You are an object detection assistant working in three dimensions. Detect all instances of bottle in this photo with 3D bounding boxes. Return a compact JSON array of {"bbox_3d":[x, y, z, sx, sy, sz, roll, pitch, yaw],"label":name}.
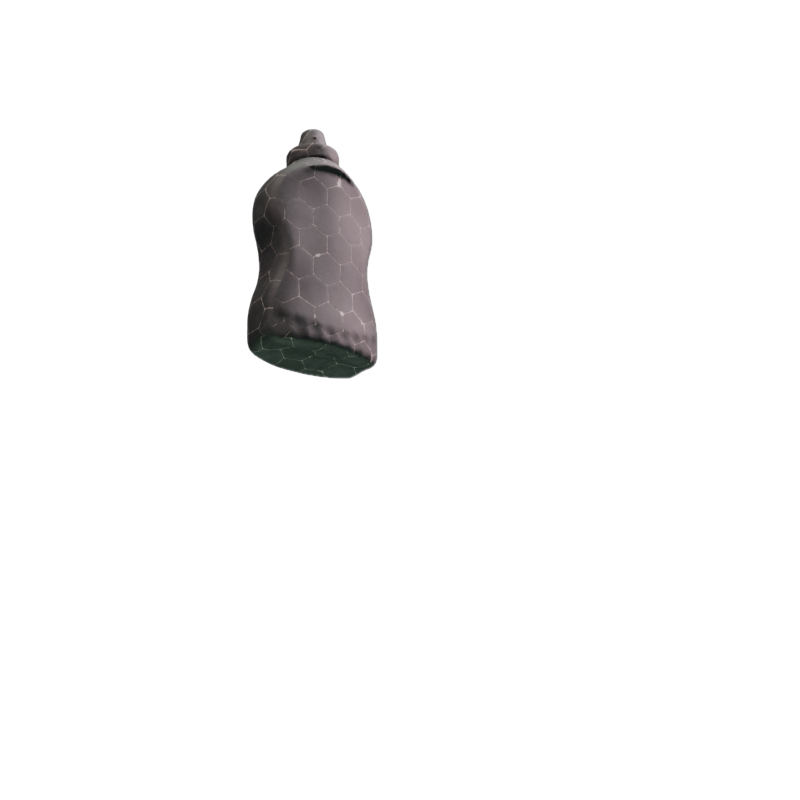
[{"bbox_3d":[-0.065,-0.117,0.822,0.091,0.203,0.058,15,-31,-31],"label":"bottle"}]
